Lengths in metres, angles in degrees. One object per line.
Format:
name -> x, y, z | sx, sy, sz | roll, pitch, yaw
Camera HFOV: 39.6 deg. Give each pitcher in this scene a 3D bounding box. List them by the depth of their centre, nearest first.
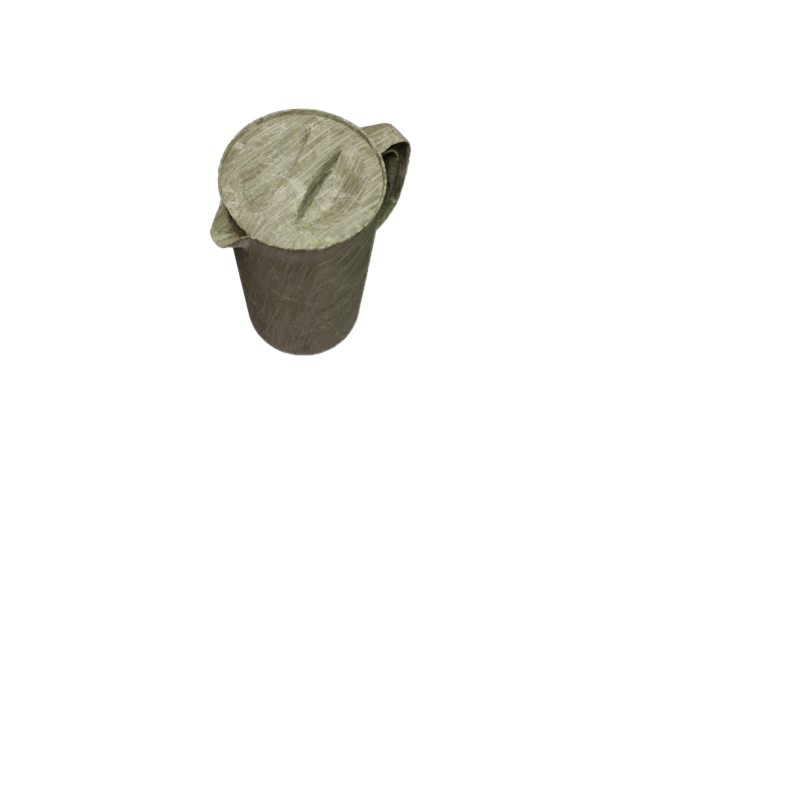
pitcher -> -0.076, -0.139, 0.972 | 0.150, 0.153, 0.230 | 8, -24, 0
